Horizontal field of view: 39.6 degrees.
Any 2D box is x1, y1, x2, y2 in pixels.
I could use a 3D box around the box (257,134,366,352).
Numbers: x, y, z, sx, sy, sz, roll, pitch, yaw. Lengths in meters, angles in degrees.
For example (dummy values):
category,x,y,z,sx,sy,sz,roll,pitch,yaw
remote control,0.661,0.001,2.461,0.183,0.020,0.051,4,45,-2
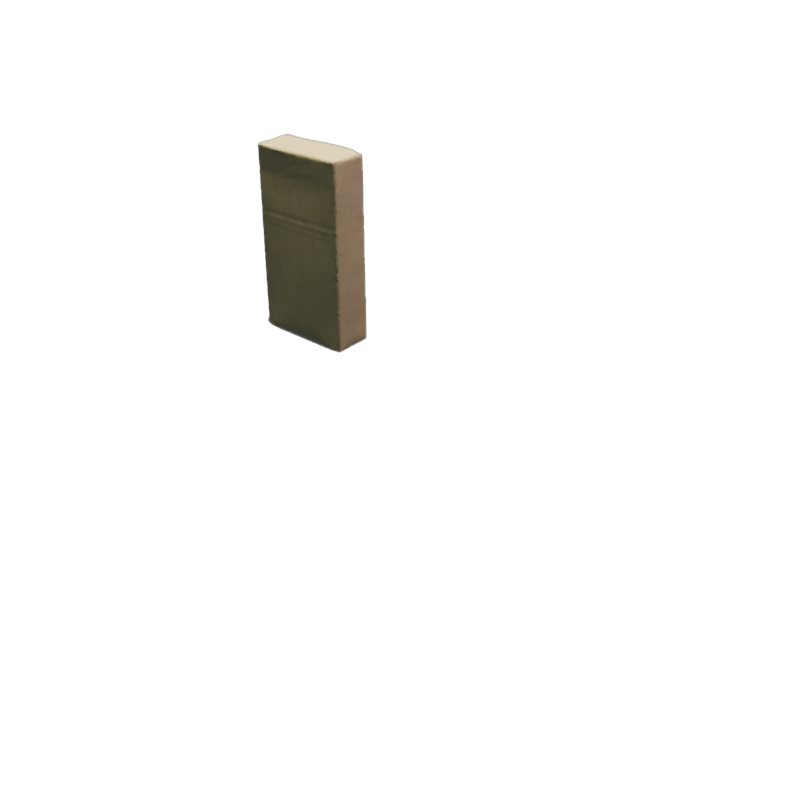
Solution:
category,x,y,z,sx,sy,sz,roll,pitch,yaw
box,-0.076,-0.139,0.976,0.099,0.168,0.047,21,29,38
